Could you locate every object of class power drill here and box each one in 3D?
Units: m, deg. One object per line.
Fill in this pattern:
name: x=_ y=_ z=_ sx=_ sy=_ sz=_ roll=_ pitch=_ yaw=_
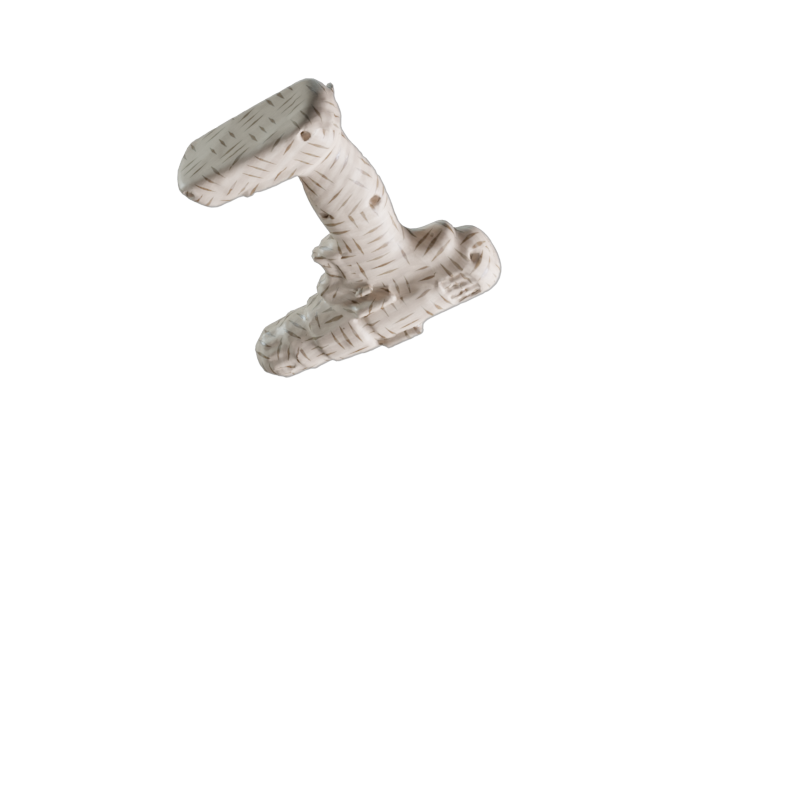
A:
power drill: x=-0.055 y=-0.101 z=0.705 sx=0.185 sy=0.062 sz=0.174 roll=-26 pitch=-51 yaw=22
